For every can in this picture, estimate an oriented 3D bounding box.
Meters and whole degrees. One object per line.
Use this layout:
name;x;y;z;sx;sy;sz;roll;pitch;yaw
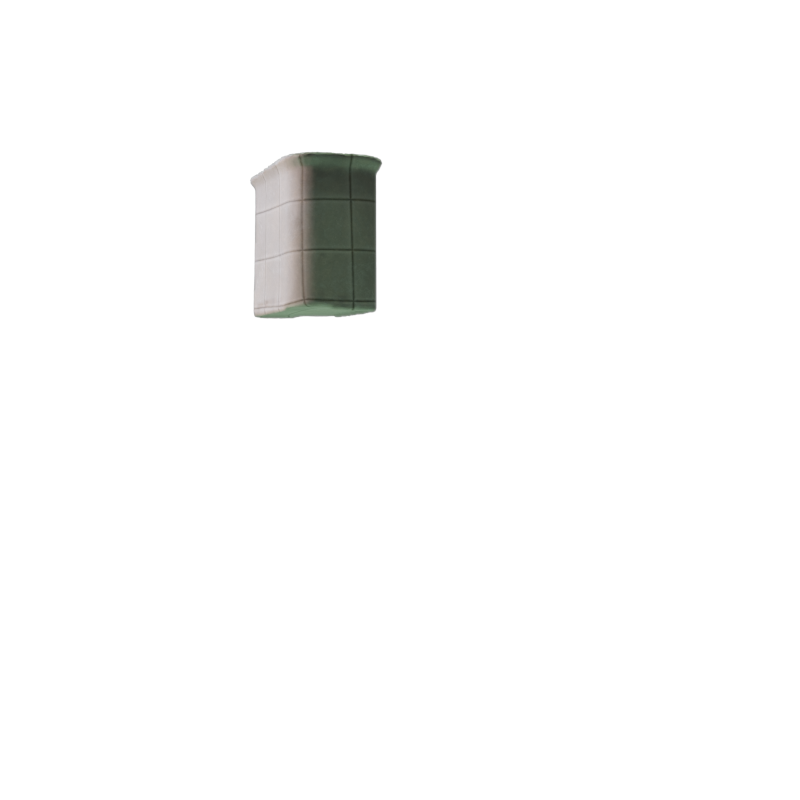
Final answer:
can;-0.050;-0.091;0.634;0.056;0.085;0.104;1;-2;-21
